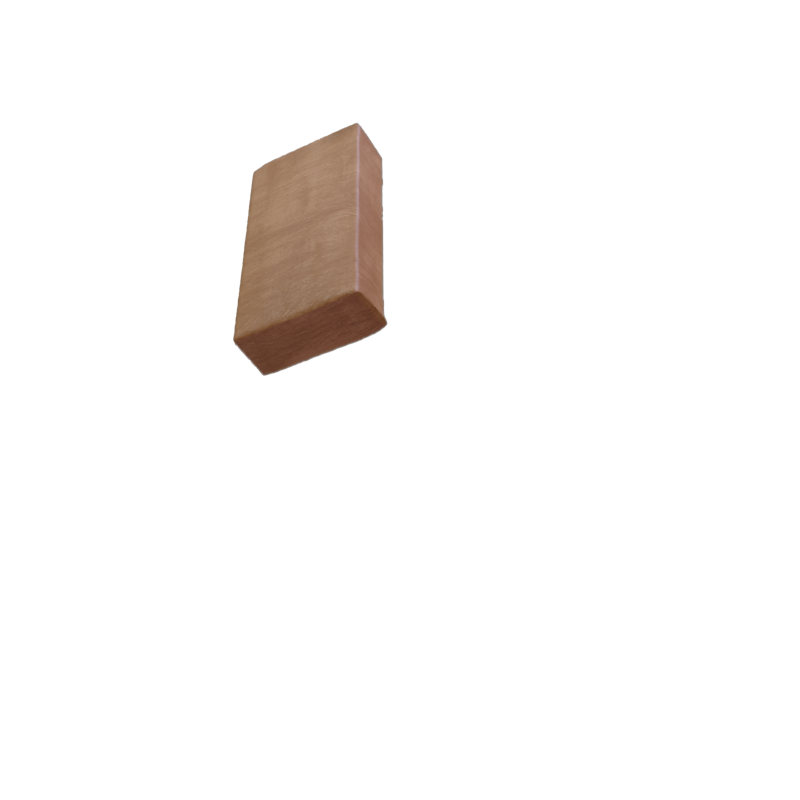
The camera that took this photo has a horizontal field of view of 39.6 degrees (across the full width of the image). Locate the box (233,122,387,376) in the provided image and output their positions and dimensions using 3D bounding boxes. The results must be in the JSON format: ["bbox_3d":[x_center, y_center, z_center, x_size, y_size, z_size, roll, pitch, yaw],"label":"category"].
[{"bbox_3d":[-0.059,-0.107,0.752,0.094,0.189,0.044,-21,-45,19],"label":"box"}]
